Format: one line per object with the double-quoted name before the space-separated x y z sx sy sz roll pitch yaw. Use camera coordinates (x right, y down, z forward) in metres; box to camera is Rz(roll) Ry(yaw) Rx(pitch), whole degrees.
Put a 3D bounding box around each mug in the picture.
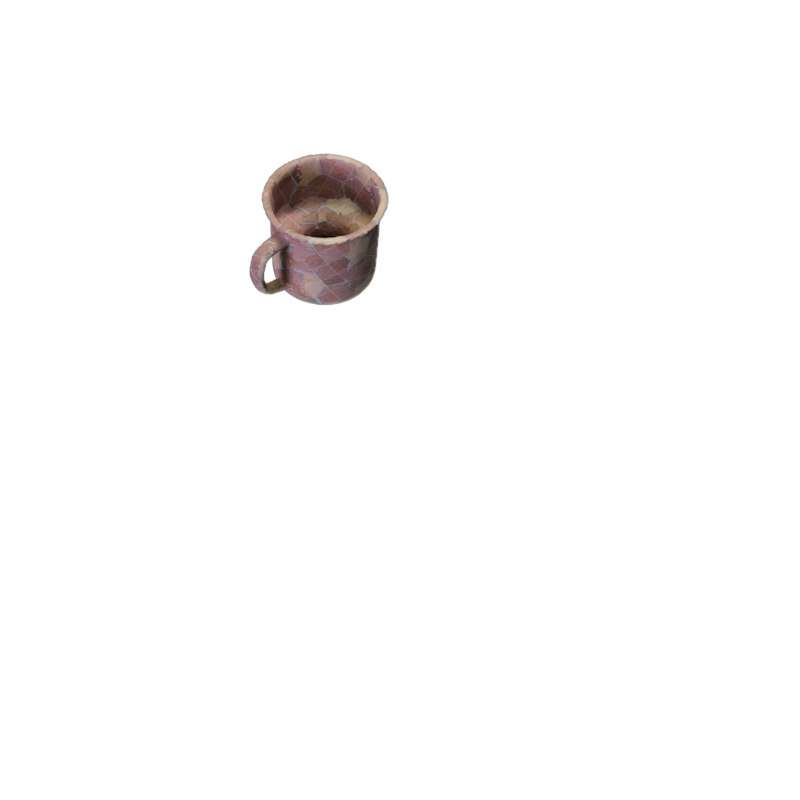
"mug" -0.065 -0.119 0.837 0.099 0.076 0.118 37 59 25
